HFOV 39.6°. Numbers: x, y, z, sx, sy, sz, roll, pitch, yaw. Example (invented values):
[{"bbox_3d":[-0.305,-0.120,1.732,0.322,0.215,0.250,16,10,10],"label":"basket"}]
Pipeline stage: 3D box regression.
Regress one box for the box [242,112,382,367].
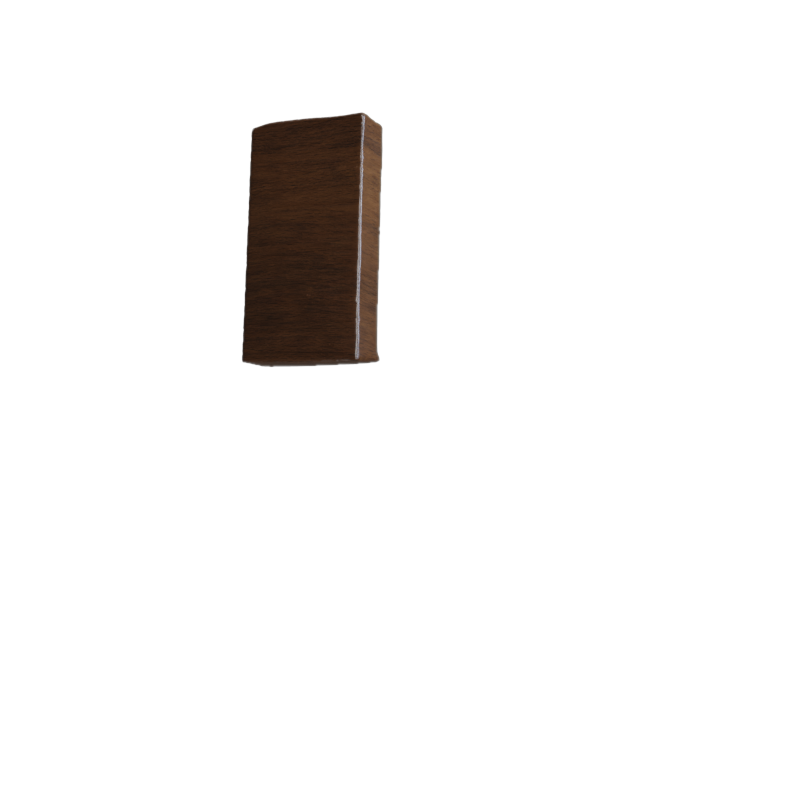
[{"bbox_3d":[-0.063,-0.114,0.797,0.096,0.180,0.046,-4,-9,24],"label":"box"}]
